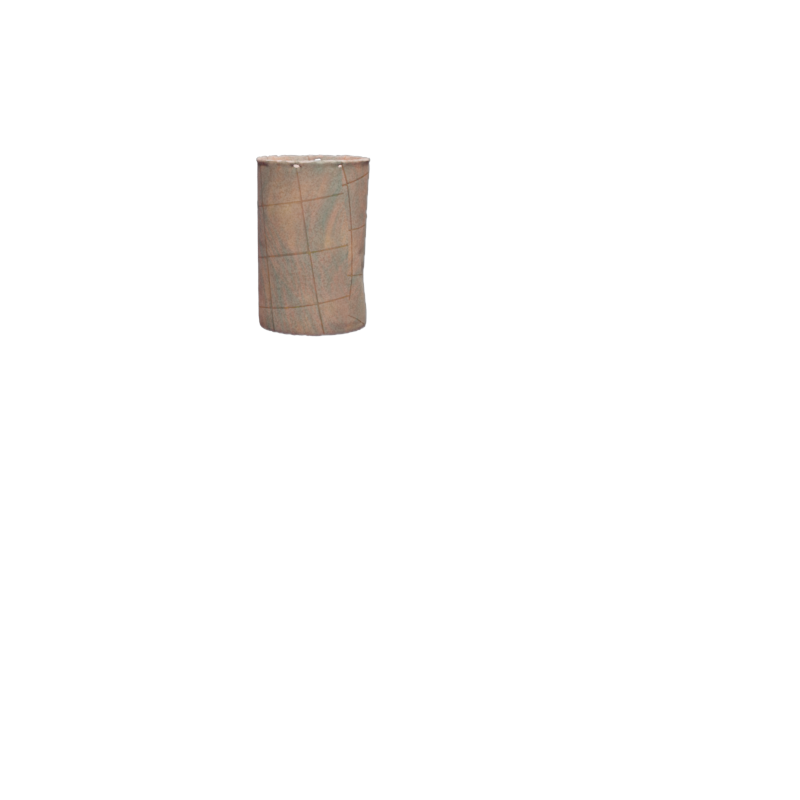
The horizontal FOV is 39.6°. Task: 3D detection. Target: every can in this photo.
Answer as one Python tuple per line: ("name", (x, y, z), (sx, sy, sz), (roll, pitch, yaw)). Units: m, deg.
("can", (-0.052, -0.095, 0.667), (0.068, 0.100, 0.070), (0, 10, -2))
